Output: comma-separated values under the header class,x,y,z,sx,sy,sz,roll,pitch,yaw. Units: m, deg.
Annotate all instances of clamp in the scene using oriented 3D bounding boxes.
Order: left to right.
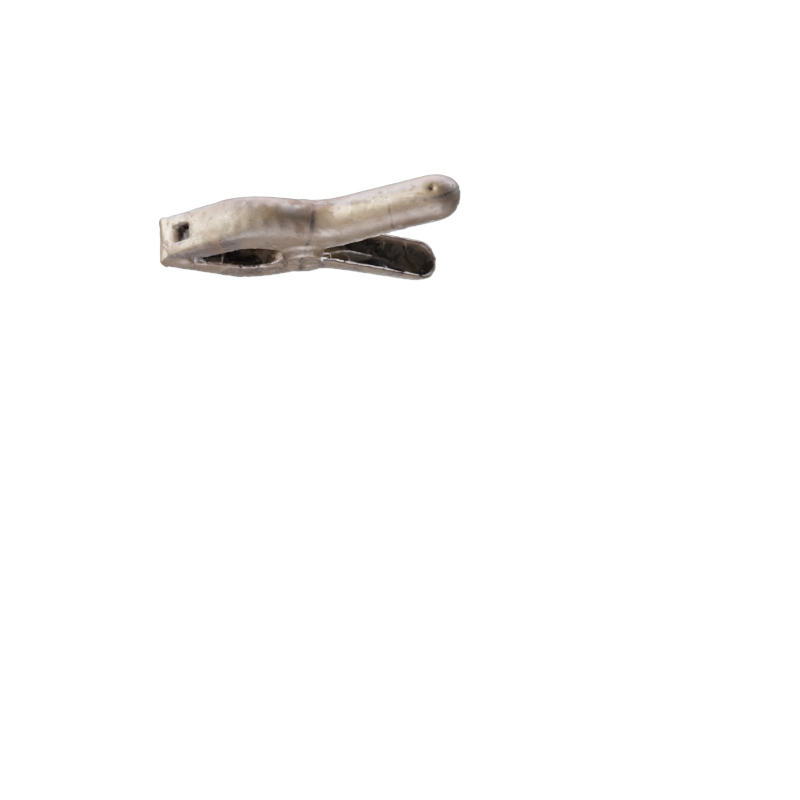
class,x,y,z,sx,sy,sz,roll,pitch,yaw
clamp,-0.051,-0.092,0.646,0.173,0.041,0.113,-2,-20,6
